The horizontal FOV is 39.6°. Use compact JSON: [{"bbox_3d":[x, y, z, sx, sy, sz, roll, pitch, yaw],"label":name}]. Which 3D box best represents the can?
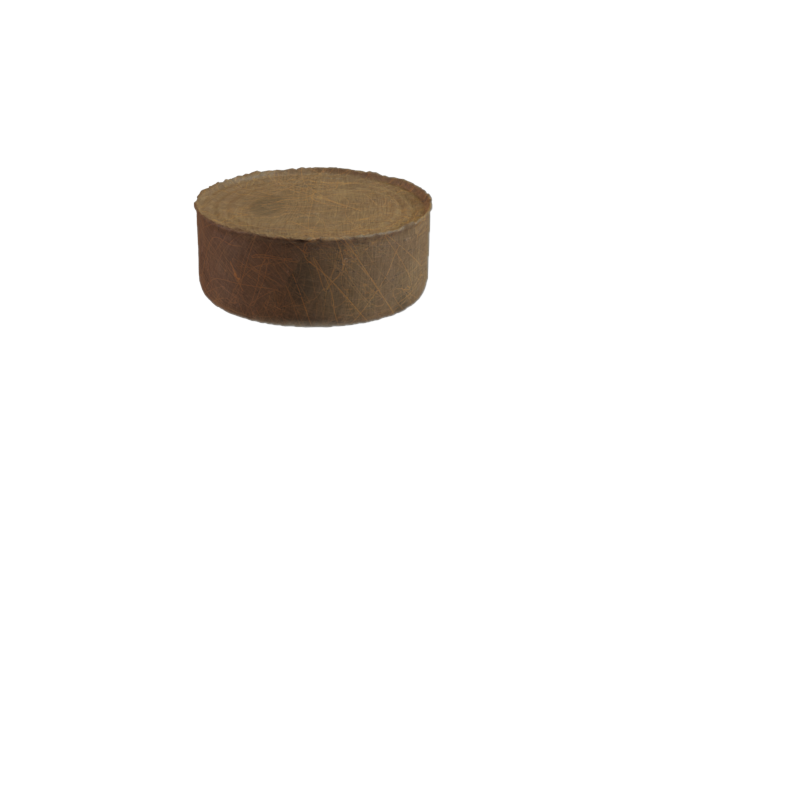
[{"bbox_3d":[-0.032,-0.058,0.405,0.086,0.032,0.090,-1,26,-2],"label":"can"}]
